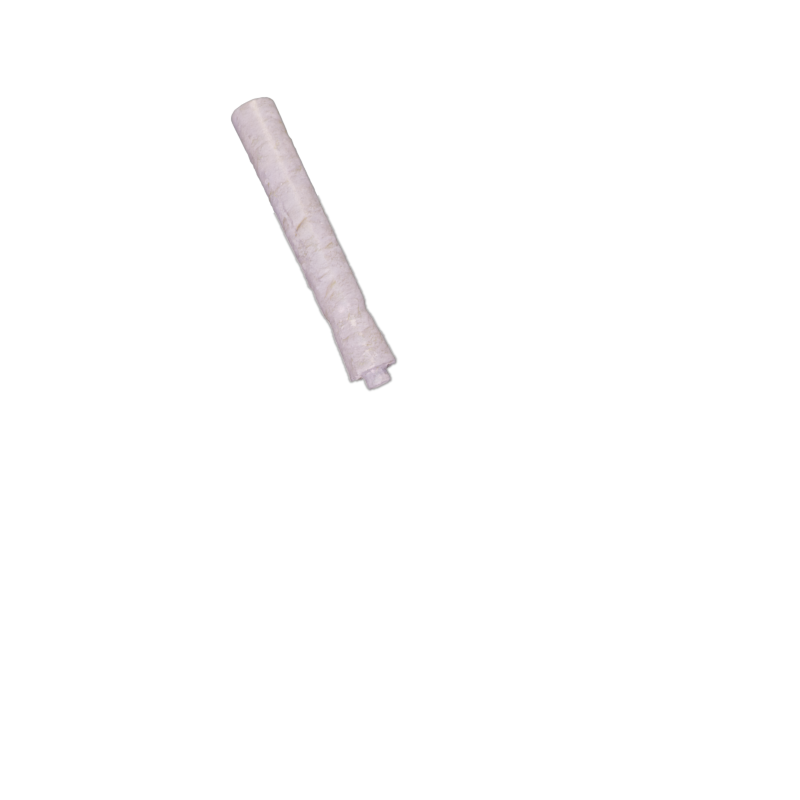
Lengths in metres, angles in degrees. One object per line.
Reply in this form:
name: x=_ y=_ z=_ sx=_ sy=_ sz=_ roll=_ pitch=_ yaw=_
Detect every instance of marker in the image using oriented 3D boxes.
marker: x=-0.033 y=-0.060 z=0.423 sx=0.020 sy=0.126 sz=0.019 roll=-23 pitch=-15 yaw=-7
